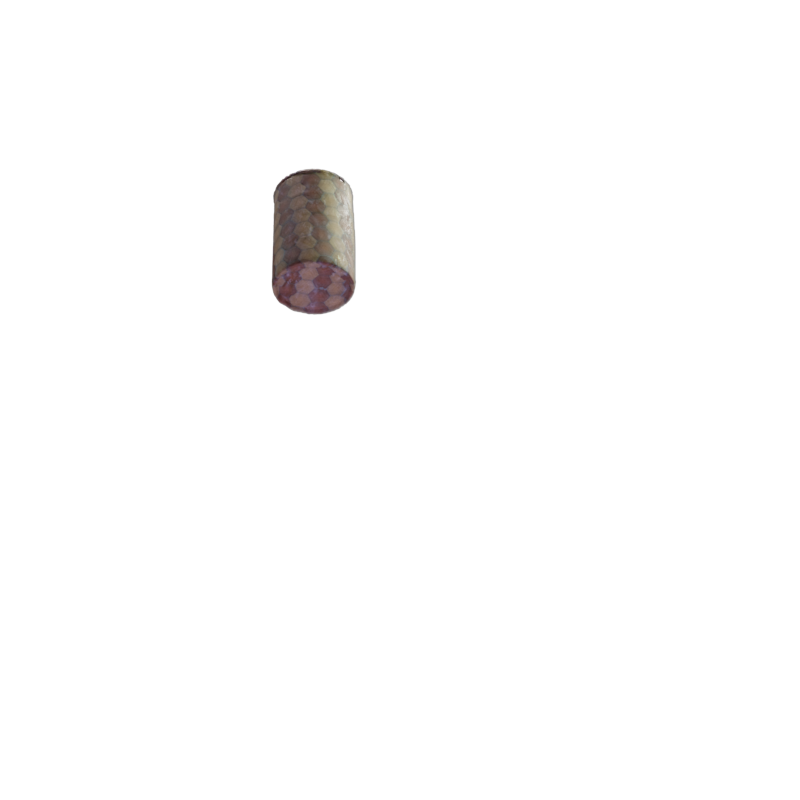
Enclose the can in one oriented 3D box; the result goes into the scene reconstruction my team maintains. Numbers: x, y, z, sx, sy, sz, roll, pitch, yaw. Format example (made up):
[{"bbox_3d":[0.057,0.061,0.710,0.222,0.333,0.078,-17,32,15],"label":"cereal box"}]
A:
[{"bbox_3d":[-0.071,-0.129,0.906,0.068,0.110,0.064,-1,-38,-3],"label":"can"}]
